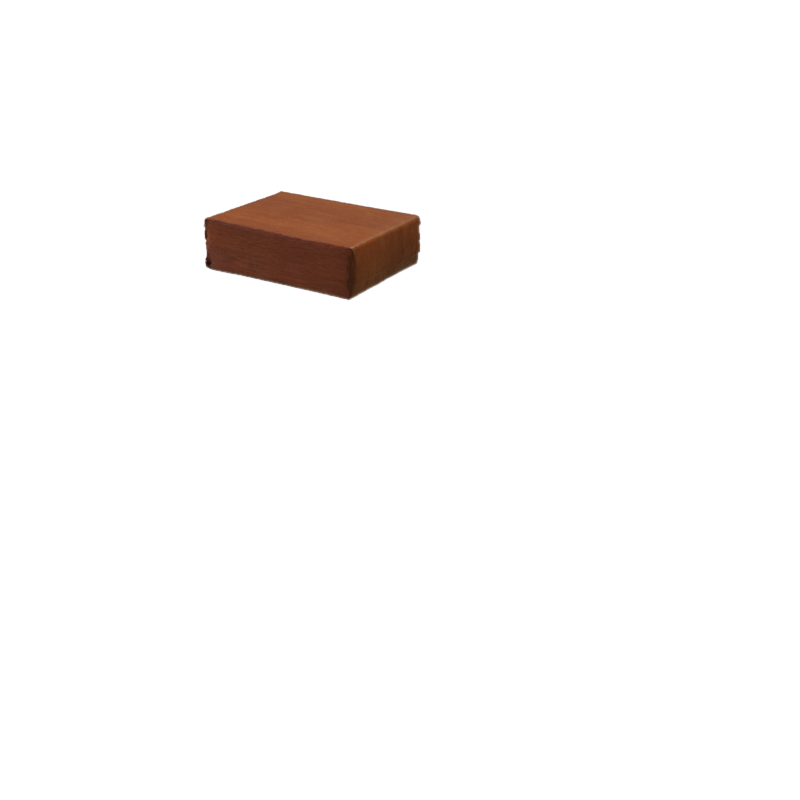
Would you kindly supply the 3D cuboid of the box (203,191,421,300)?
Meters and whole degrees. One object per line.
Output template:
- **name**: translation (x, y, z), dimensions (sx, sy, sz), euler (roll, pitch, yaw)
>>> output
- **box**: translation (-0.056, -0.102, 0.717), dimensions (0.119, 0.037, 0.090), euler (12, 24, 28)
